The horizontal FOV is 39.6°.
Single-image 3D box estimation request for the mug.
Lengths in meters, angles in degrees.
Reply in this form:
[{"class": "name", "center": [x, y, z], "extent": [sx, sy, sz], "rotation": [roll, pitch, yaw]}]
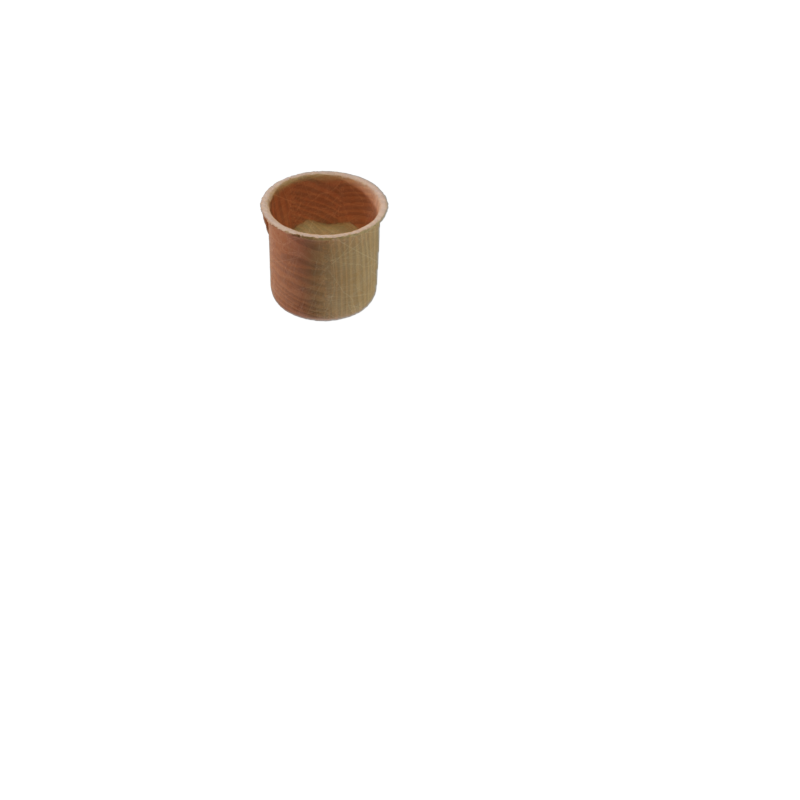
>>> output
[{"class": "mug", "center": [-0.065, -0.119, 0.835], "extent": [0.093, 0.076, 0.125], "rotation": [-30, 48, -33]}]
